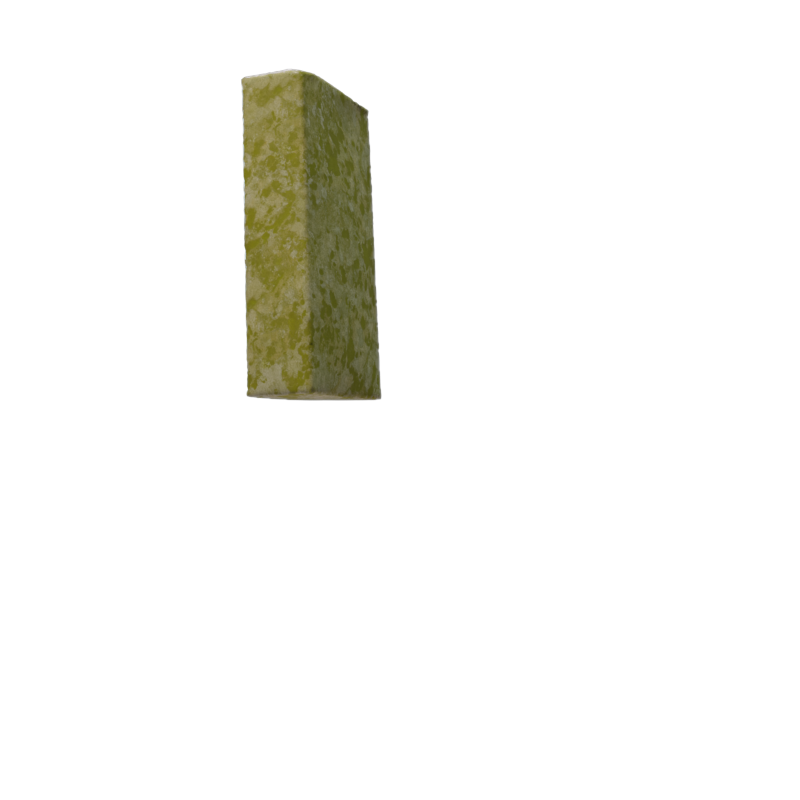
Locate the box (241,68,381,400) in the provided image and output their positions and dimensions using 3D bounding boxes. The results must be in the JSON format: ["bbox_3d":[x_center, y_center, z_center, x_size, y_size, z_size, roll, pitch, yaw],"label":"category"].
[{"bbox_3d":[-0.049,-0.089,0.623,0.049,0.180,0.089,-5,-9,23],"label":"box"}]
